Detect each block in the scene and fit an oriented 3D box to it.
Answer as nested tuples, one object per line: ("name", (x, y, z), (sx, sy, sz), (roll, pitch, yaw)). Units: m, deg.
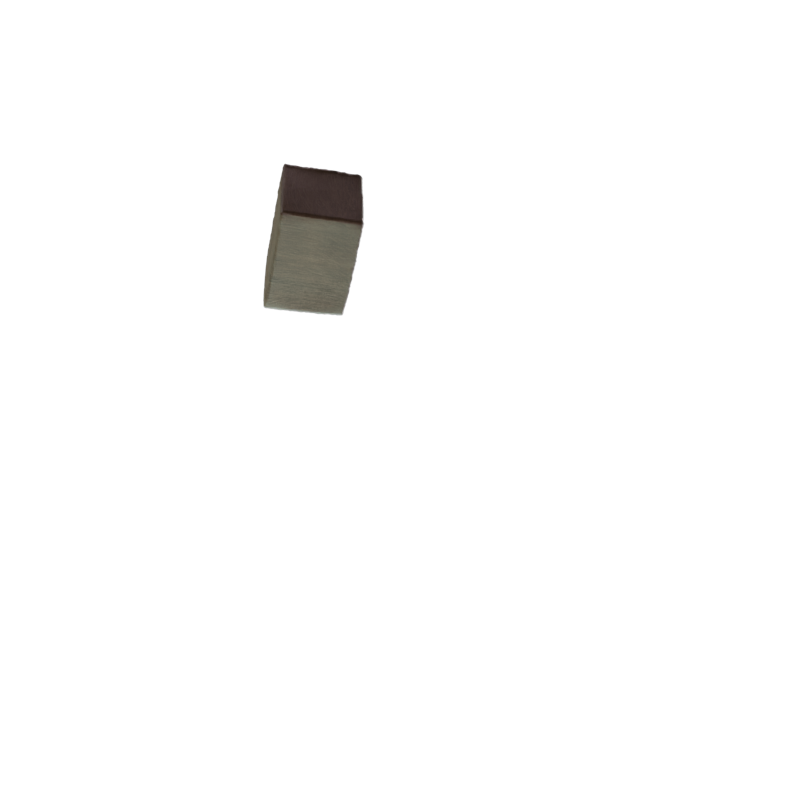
("block", (-0.055, -0.100, 0.700), (0.052, 0.074, 0.055), (8, 40, -9))
